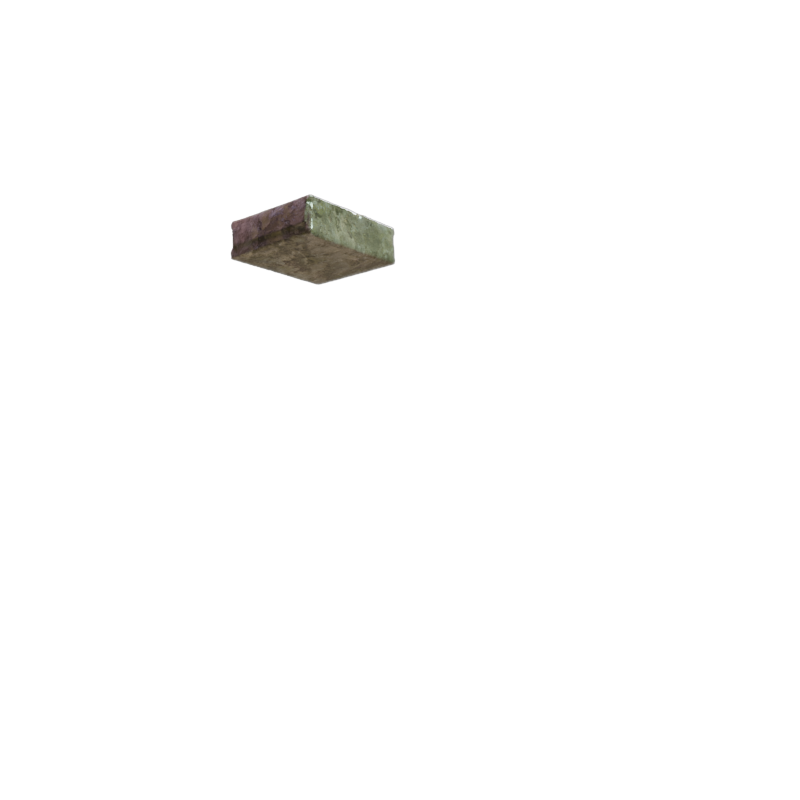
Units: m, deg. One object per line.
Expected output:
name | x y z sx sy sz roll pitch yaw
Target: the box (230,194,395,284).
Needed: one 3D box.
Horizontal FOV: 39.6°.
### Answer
box | -0.059 -0.107 0.752 0.074 0.031 0.084 -12 -17 40
